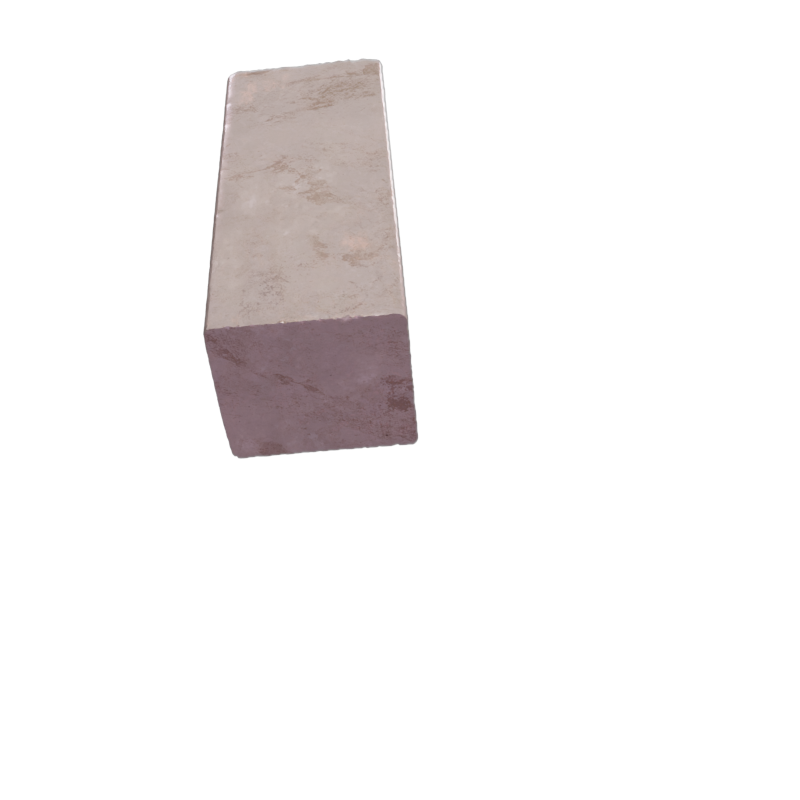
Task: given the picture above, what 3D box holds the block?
[{"bbox_3d":[-0.045,-0.083,0.576,0.091,0.084,0.221,-6,45,2],"label":"block"}]
